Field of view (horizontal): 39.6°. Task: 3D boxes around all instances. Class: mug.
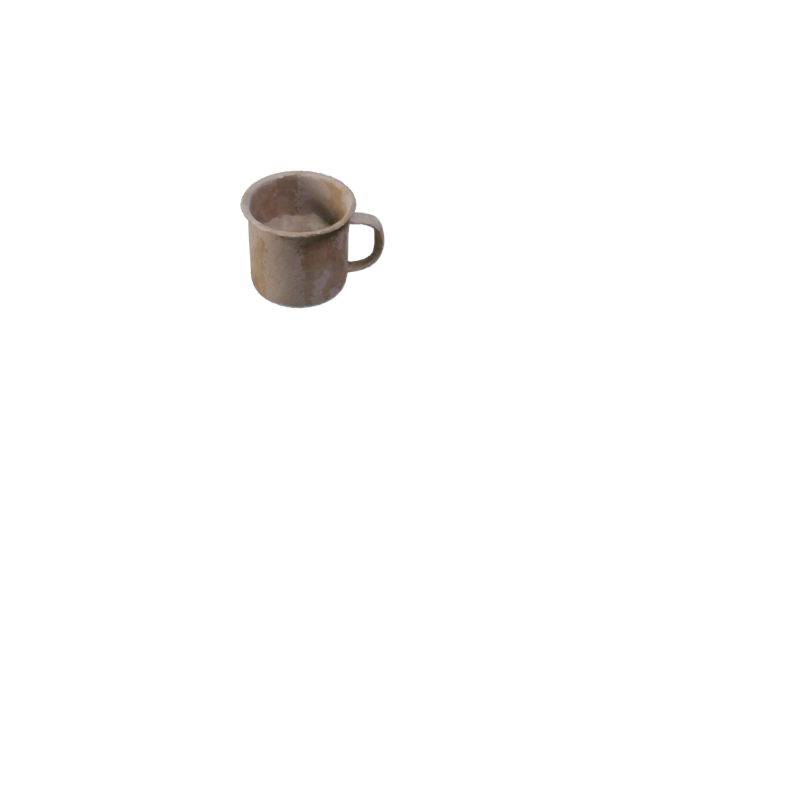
[{"bbox_3d":[-0.072,-0.130,0.914,0.117,0.076,0.100,-1,41,-2],"label":"mug"}]
